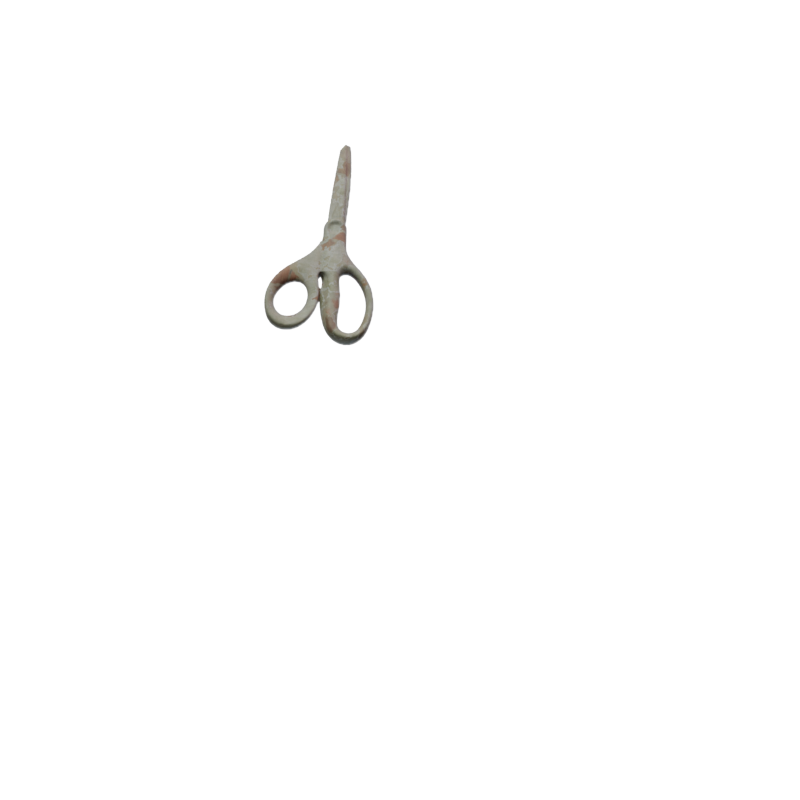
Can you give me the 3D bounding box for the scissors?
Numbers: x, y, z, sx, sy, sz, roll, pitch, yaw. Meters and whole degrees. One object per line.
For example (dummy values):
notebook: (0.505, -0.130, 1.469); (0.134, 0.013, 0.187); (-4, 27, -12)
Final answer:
scissors: (-0.073, -0.132, 0.927); (0.096, 0.217, 0.015); (-8, -34, -6)
